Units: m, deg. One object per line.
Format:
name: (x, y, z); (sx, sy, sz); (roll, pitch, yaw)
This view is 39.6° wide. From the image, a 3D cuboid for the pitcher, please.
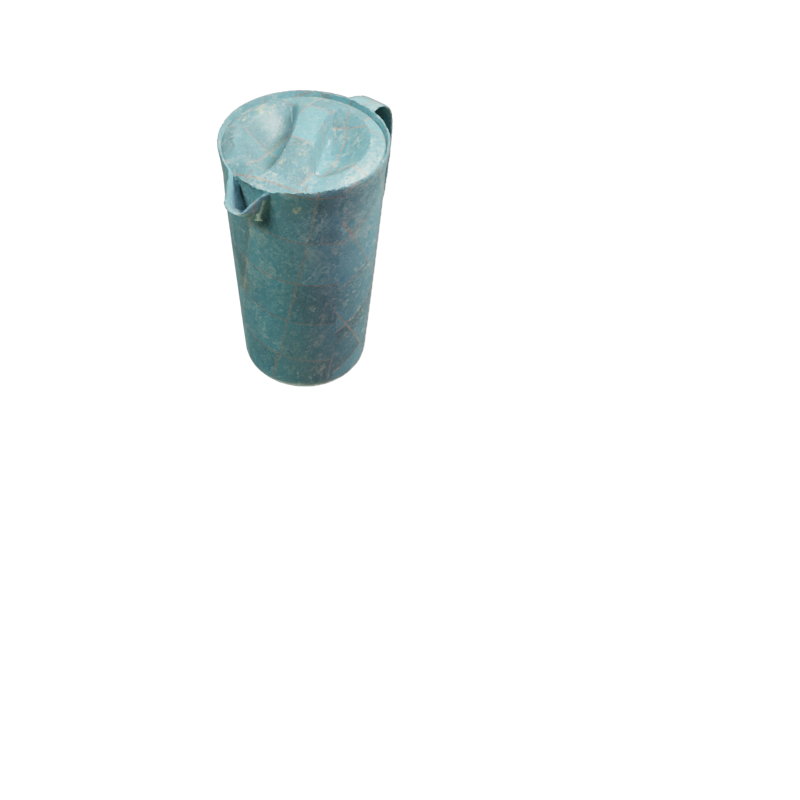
pitcher: (-0.073, -0.133, 0.932); (0.148, 0.156, 0.226); (-5, -43, -8)
